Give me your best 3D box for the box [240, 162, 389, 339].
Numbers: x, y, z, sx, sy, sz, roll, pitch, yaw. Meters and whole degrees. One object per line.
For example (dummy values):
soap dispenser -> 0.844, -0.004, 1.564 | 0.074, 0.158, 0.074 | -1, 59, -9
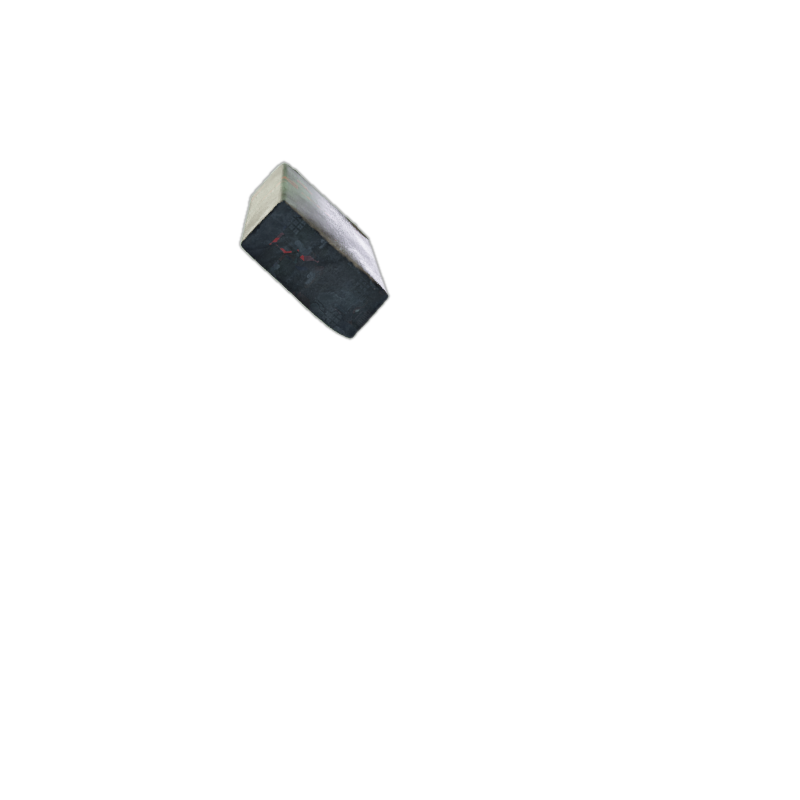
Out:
box -> -0.059, -0.109, 0.758 | 0.090, 0.048, 0.184 | 41, 13, -16
